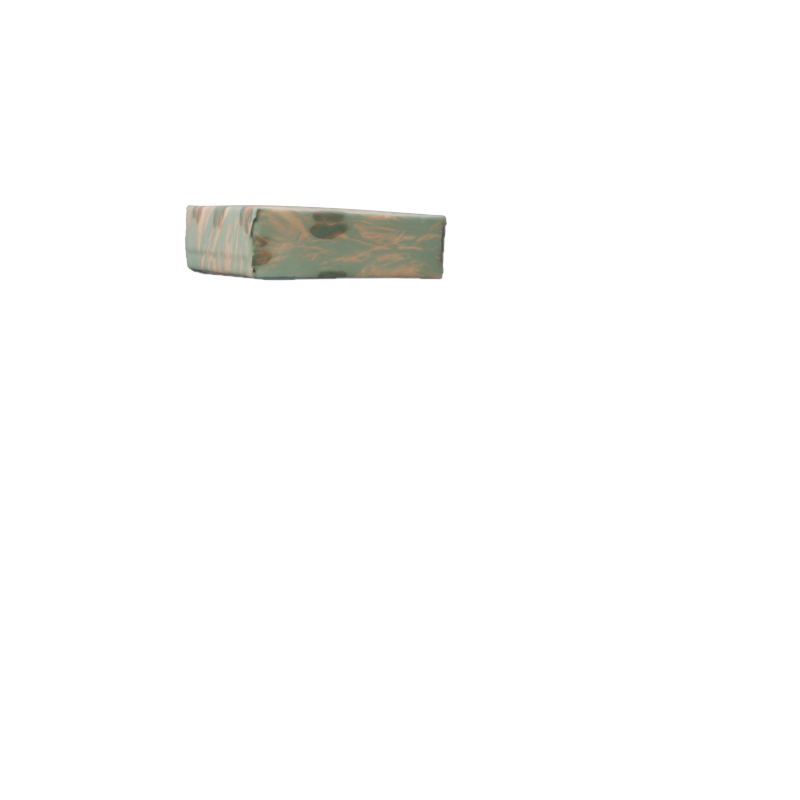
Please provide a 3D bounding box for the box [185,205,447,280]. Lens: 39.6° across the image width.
[{"bbox_3d":[-0.046,-0.084,0.587,0.110,0.038,0.094,-5,9,-30],"label":"box"}]
